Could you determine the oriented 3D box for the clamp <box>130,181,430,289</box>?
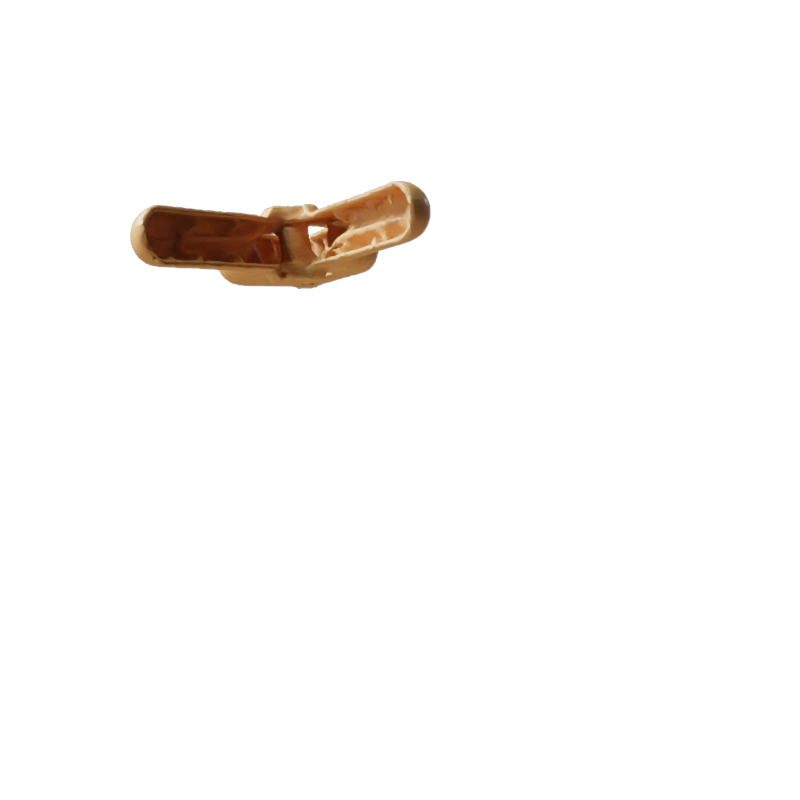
[{"bbox_3d":[-0.040,-0.073,0.510,0.122,0.039,0.169,1,4,9],"label":"clamp"}]
